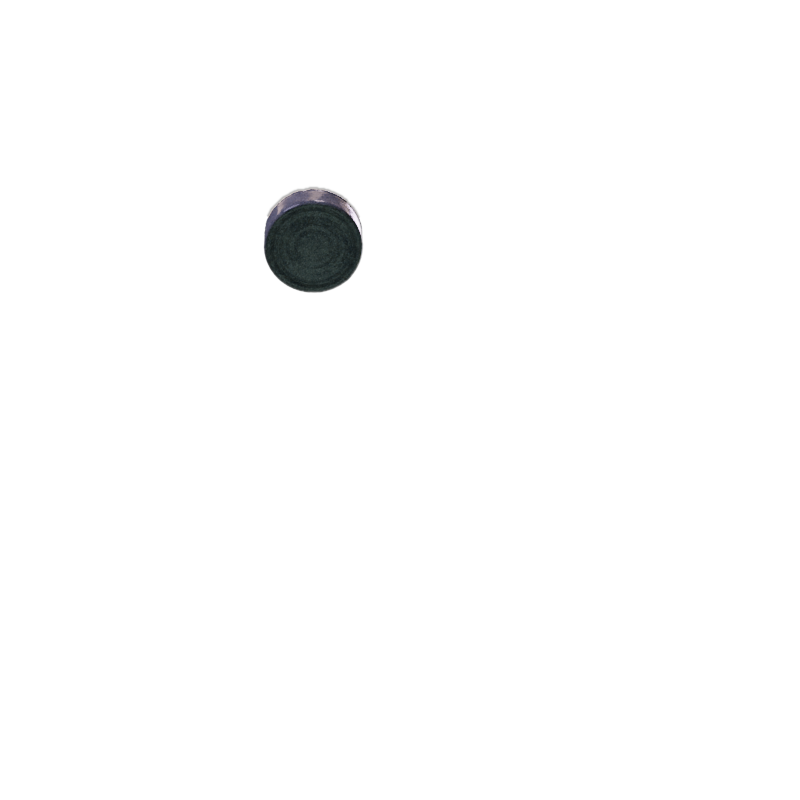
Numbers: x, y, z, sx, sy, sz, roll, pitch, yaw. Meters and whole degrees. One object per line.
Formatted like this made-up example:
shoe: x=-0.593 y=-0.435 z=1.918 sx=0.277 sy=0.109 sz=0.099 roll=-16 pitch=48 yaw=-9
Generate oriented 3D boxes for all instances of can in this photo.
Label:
can: x=-0.075 y=-0.136 z=0.954 sx=0.086 sy=0.082 sz=0.035 roll=1 pitch=24 yaw=-1
